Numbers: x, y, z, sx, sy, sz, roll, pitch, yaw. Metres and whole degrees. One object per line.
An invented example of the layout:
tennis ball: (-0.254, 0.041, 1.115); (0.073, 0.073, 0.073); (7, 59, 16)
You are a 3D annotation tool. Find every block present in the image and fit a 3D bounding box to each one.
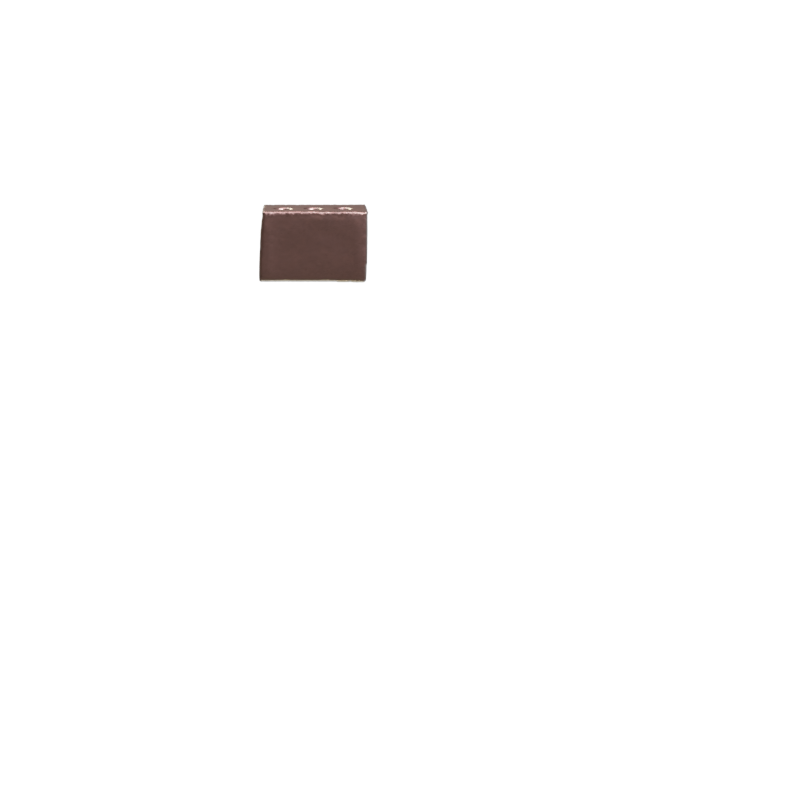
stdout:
block: (-0.064, -0.116, 0.815); (0.078, 0.050, 0.054); (0, 13, -2)
